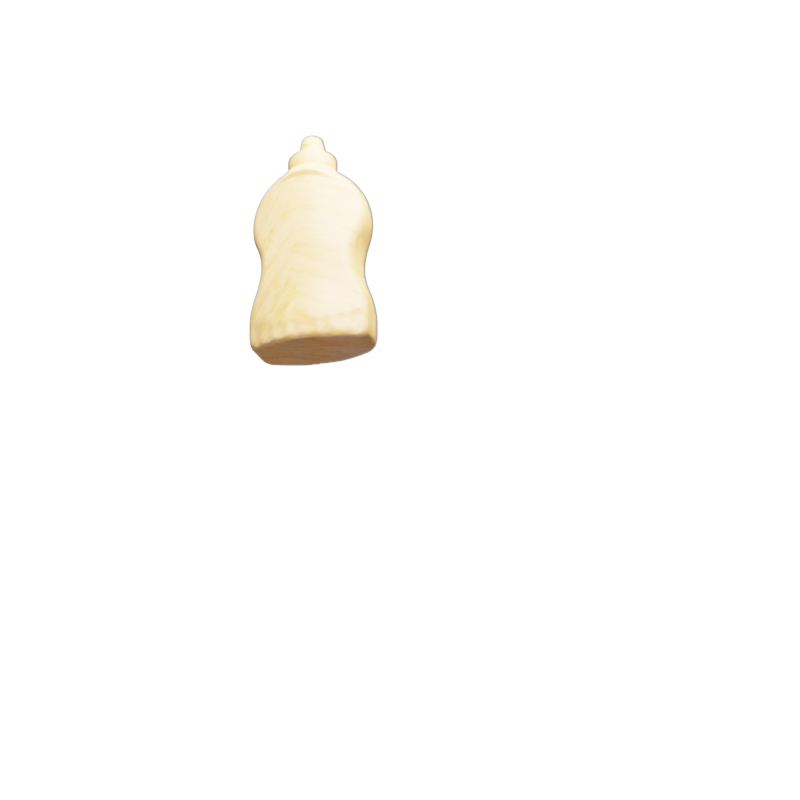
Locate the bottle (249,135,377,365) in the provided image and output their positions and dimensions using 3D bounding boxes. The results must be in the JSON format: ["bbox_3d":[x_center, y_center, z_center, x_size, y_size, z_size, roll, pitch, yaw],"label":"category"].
[{"bbox_3d":[-0.069,-0.126,0.884,0.097,0.203,0.054,-10,-28,16],"label":"bottle"}]
